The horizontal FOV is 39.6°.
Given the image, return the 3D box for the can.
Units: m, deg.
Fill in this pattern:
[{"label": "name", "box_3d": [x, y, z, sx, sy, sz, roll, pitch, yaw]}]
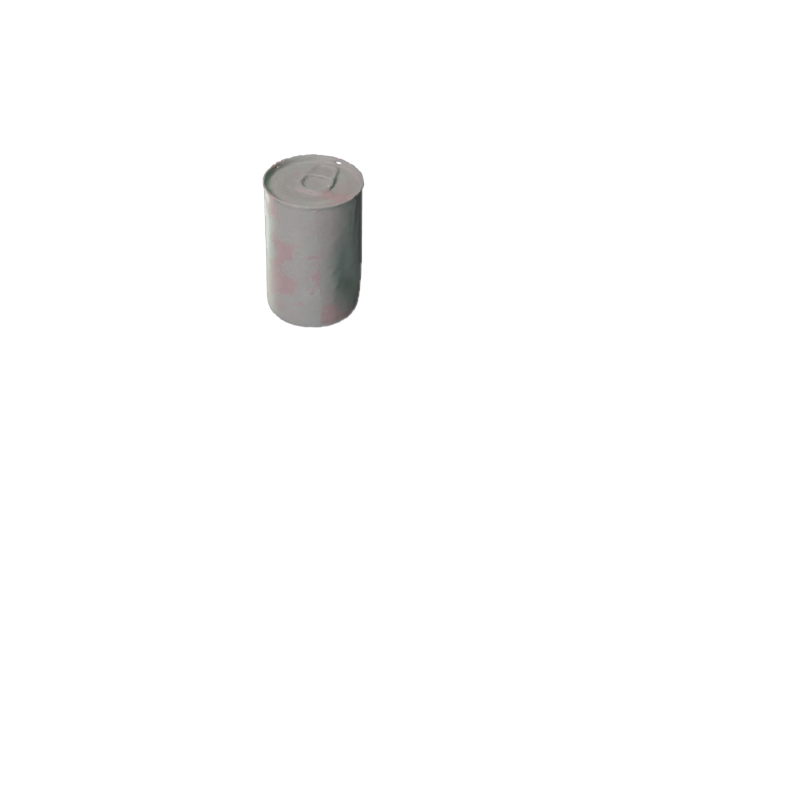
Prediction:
[{"label": "can", "box_3d": [-0.060, -0.110, 0.769, 0.068, 0.095, 0.073, 0, 39, -3]}]
